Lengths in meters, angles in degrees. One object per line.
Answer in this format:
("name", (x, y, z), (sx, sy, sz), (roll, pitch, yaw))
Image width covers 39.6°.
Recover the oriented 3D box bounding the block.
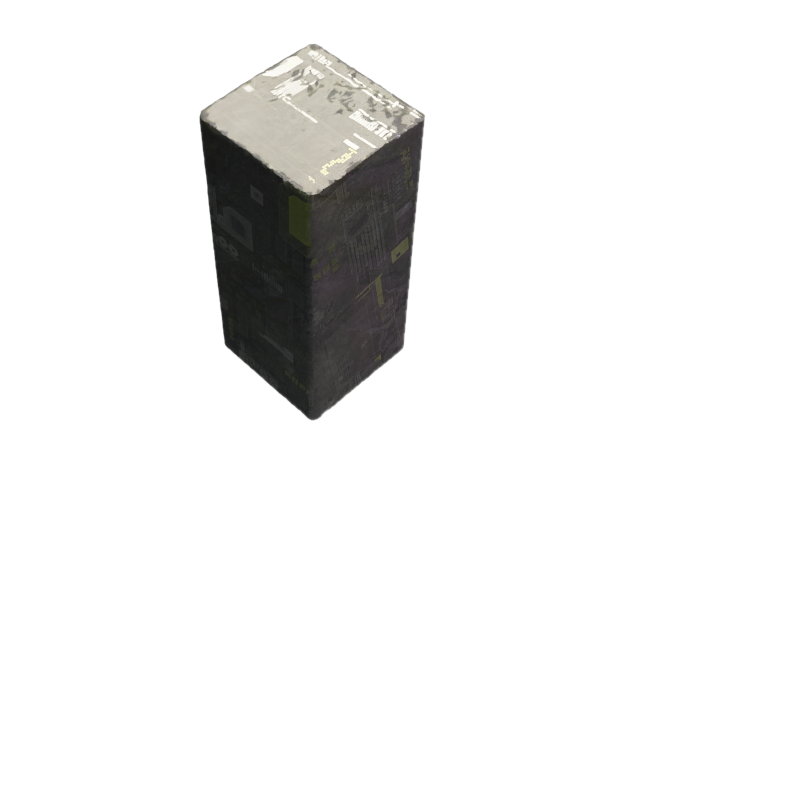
("block", (-0.053, -0.095, 0.666), (0.096, 0.192, 0.091), (39, 60, 23))
